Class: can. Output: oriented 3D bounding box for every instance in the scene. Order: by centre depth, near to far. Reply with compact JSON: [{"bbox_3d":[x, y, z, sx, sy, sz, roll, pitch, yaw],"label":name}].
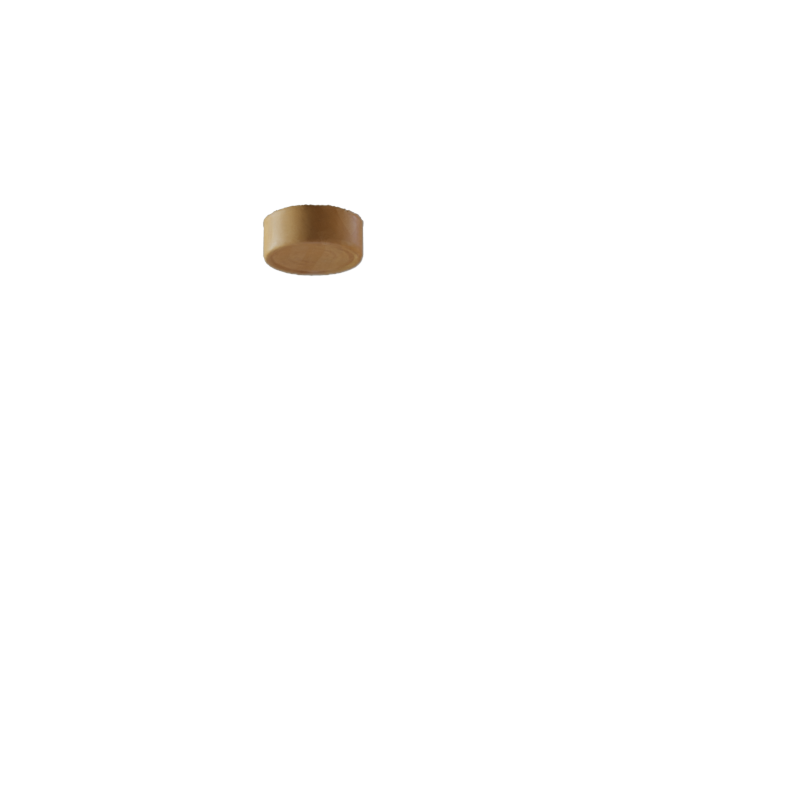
[{"bbox_3d":[-0.073,-0.134,0.936,0.086,0.035,0.083,0,-15,-2],"label":"can"}]
